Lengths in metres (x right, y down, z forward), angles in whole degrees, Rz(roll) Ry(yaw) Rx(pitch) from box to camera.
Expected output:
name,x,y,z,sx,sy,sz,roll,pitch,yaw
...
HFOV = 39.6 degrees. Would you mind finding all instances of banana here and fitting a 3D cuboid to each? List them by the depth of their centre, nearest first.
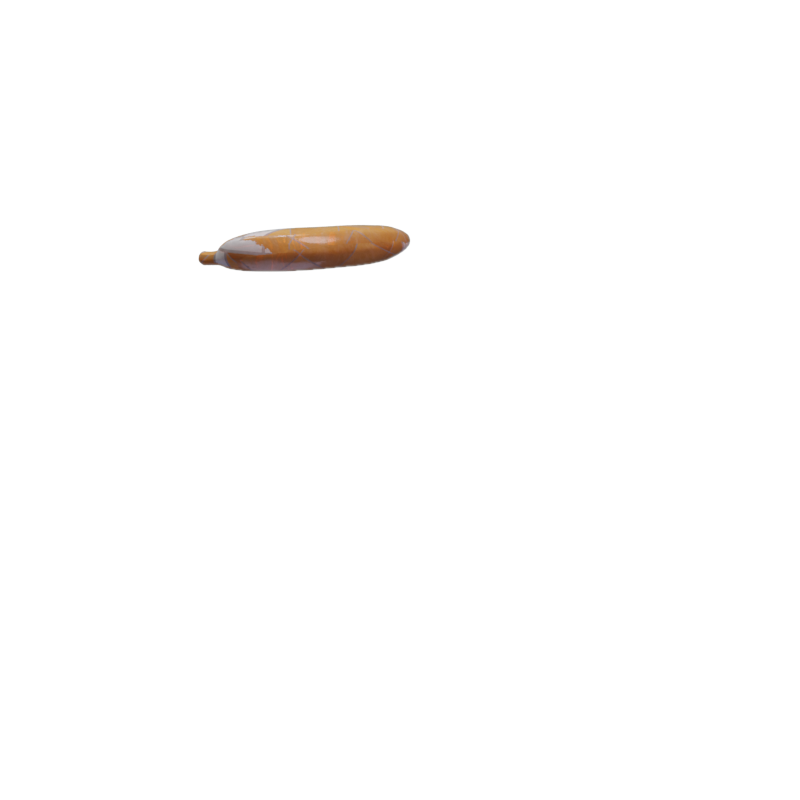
name,x,y,z,sx,sy,sz,roll,pitch,yaw
banana,-0.075,-0.137,0.981,0.194,0.036,0.073,-5,17,-16
